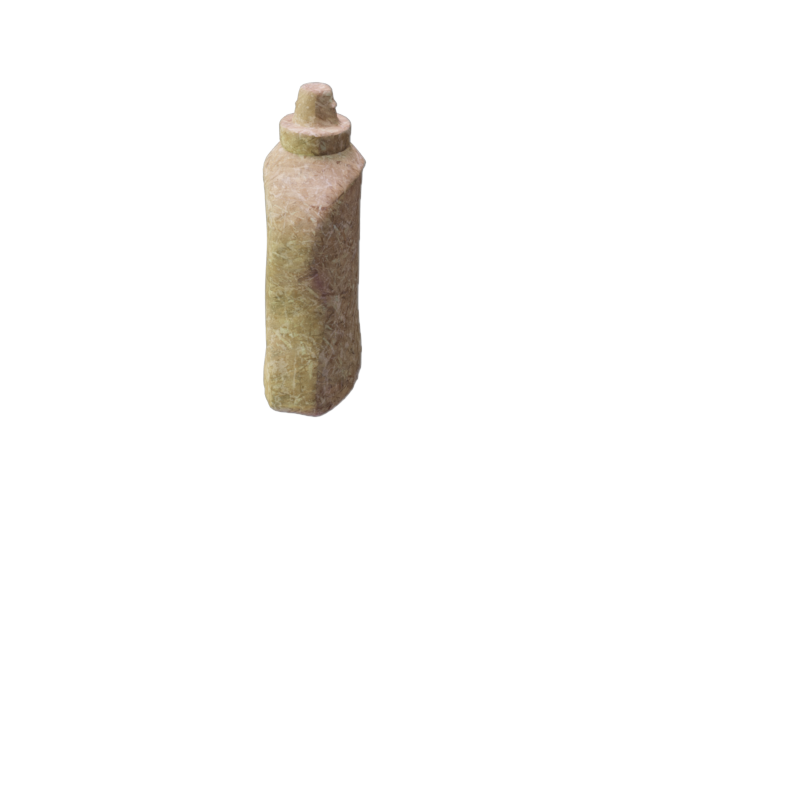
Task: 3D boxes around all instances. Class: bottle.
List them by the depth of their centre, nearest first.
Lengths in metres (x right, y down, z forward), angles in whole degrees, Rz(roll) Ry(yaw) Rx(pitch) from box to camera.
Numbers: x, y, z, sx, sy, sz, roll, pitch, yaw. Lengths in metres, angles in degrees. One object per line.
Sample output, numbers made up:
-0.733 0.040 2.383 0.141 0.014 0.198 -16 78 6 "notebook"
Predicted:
-0.051 -0.094 0.655 0.060 0.181 0.100 8 29 10 "bottle"
